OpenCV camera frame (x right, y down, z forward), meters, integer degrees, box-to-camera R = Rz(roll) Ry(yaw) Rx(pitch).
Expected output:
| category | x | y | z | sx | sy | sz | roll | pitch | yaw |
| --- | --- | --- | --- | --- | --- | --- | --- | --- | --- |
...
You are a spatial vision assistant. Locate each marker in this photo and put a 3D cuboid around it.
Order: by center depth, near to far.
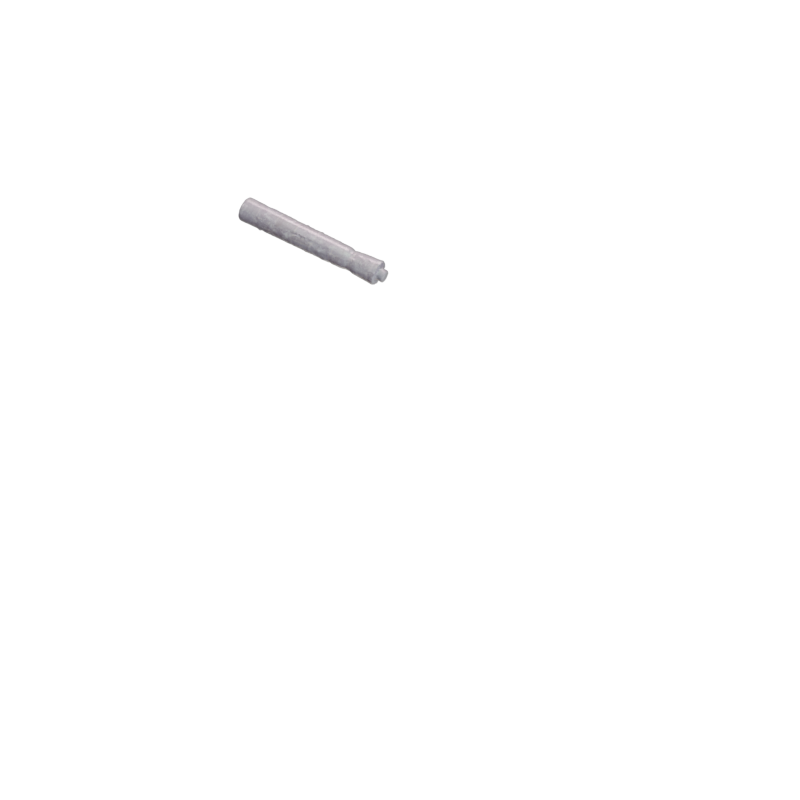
| category | x | y | z | sx | sy | sz | roll | pitch | yaw |
| --- | --- | --- | --- | --- | --- | --- | --- | --- | --- |
| marker | -0.063 | -0.115 | 0.805 | 0.126 | 0.019 | 0.019 | 28 | 13 | 19 |
